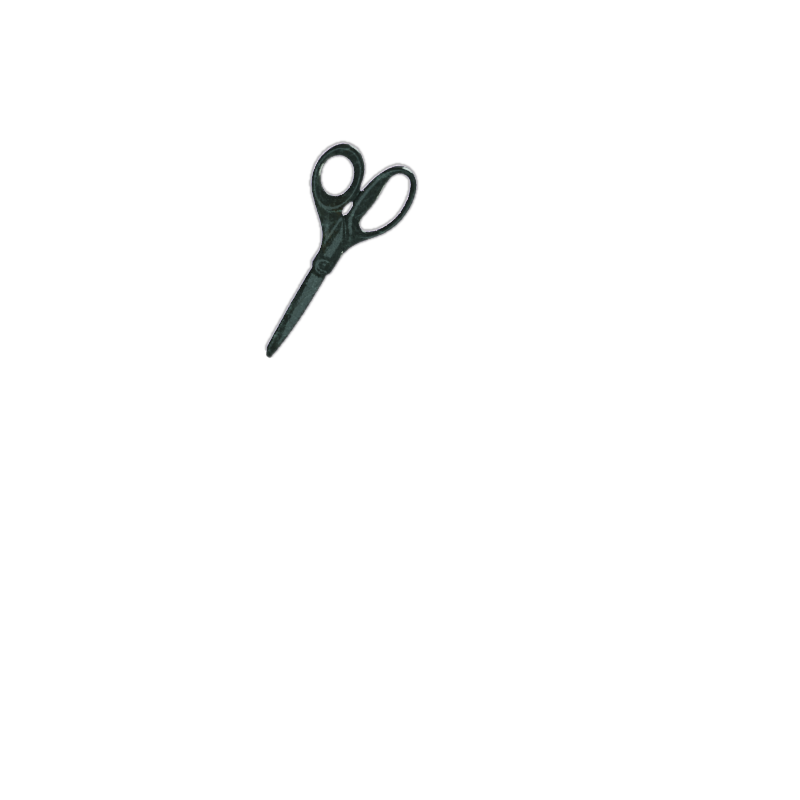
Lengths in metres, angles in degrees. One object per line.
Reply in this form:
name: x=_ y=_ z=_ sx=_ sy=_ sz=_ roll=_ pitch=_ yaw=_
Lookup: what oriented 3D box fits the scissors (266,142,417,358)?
scissors: x=-0.073 y=-0.133 z=0.933 sx=0.200 sy=0.093 sz=0.016 roll=-42 pitch=11 yaw=10
